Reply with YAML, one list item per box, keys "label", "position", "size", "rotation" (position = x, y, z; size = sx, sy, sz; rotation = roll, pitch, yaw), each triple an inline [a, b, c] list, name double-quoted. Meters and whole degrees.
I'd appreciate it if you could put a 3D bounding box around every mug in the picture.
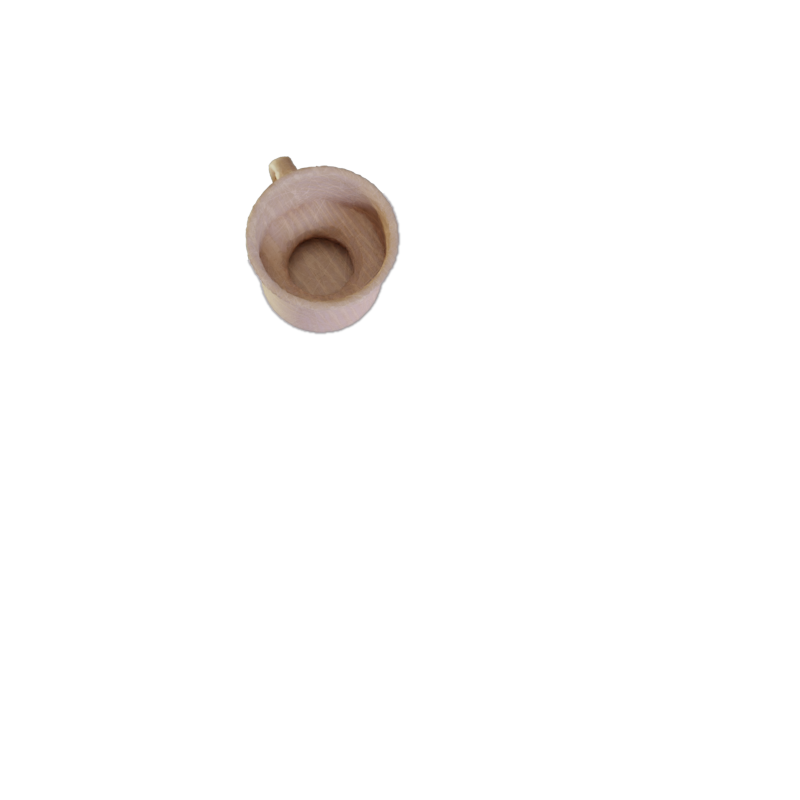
- label: "mug"
  position: [-0.055, -0.101, 0.708]
  size: [0.093, 0.122, 0.078]
  rotation: [-27, -15, -9]
